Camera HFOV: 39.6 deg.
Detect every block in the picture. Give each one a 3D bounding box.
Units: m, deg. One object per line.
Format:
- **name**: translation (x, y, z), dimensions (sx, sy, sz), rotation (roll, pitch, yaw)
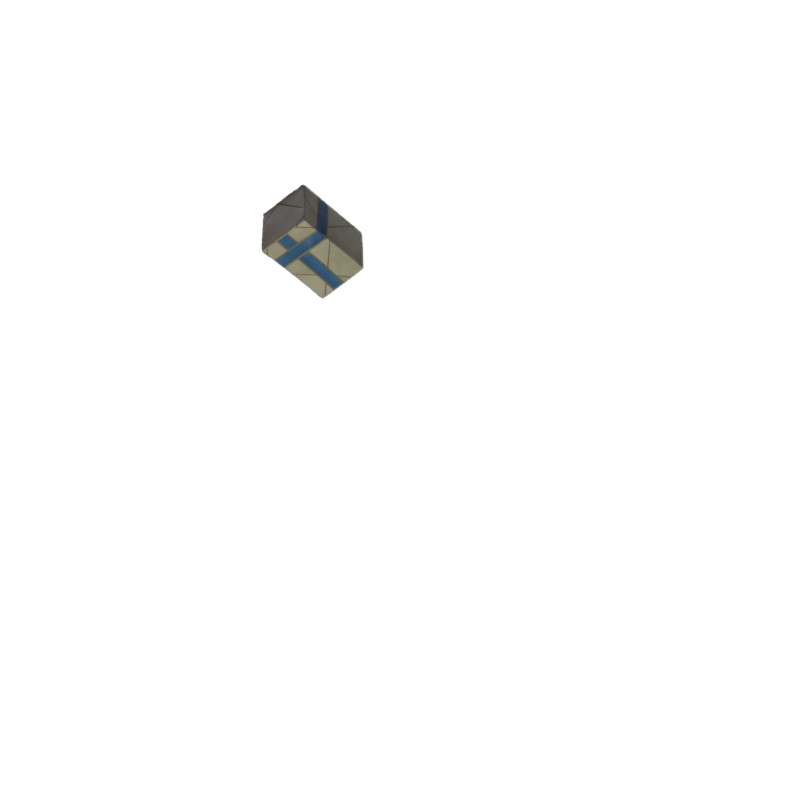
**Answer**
- **block**: translation (-0.076, -0.139, 0.971), dimensions (0.052, 0.055, 0.073), rotation (-34, -55, 26)
